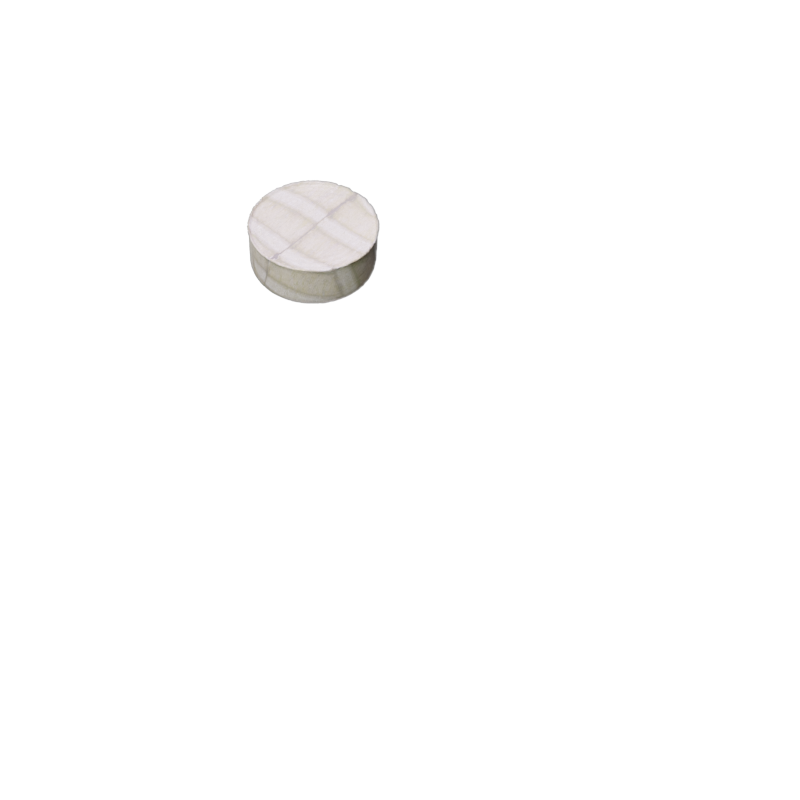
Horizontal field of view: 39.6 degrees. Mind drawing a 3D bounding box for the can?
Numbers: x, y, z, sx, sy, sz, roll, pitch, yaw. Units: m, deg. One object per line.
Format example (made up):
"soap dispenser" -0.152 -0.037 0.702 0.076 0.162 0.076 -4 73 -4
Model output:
"can" -0.057 -0.104 0.731 0.086 0.092 0.031 -1 -42 -1
